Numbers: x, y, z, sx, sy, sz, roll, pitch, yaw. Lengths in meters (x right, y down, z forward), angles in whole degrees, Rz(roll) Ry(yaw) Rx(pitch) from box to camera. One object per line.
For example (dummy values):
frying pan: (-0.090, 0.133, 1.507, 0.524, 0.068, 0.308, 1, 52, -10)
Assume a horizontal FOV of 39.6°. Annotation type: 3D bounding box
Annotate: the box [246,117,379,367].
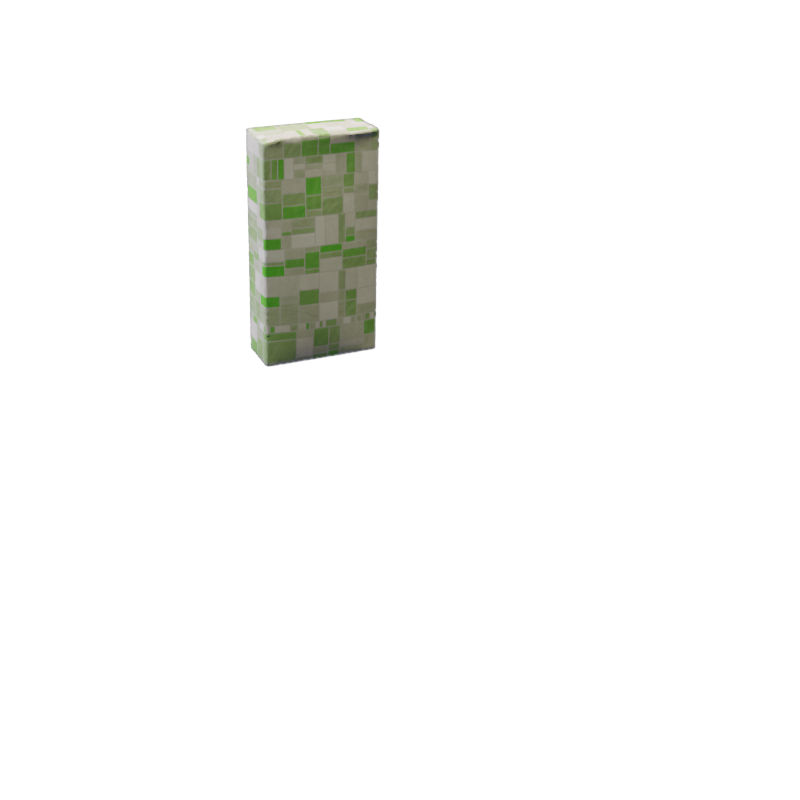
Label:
box: (-0.065, -0.118, 0.831, 0.092, 0.168, 0.051, -9, 25, -22)
